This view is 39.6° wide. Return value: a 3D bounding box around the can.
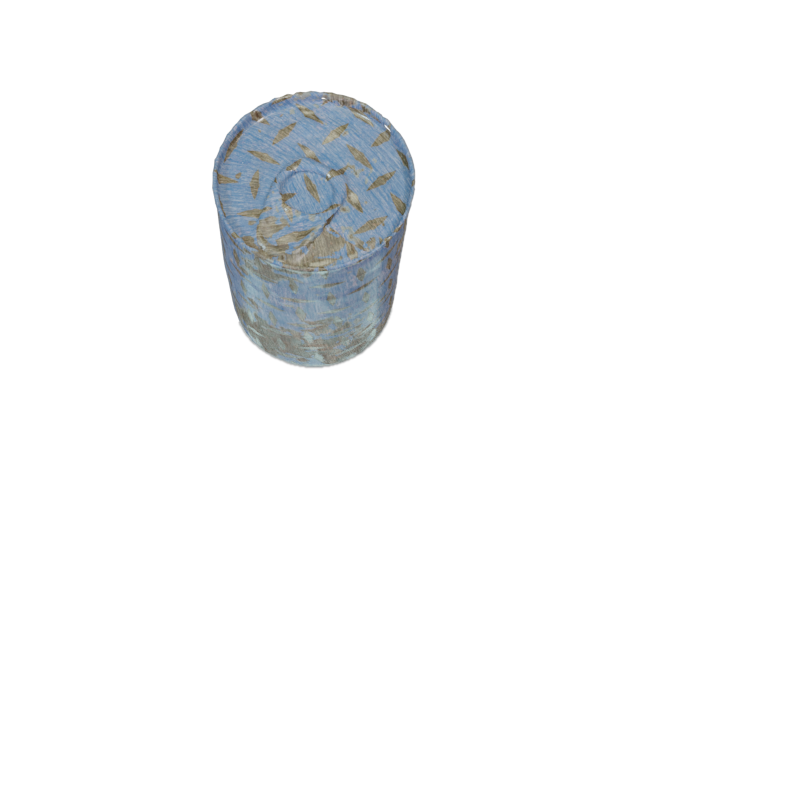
[{"bbox_3d":[-0.032,-0.059,0.414,0.068,0.072,0.097,0,-20,-3],"label":"can"}]
